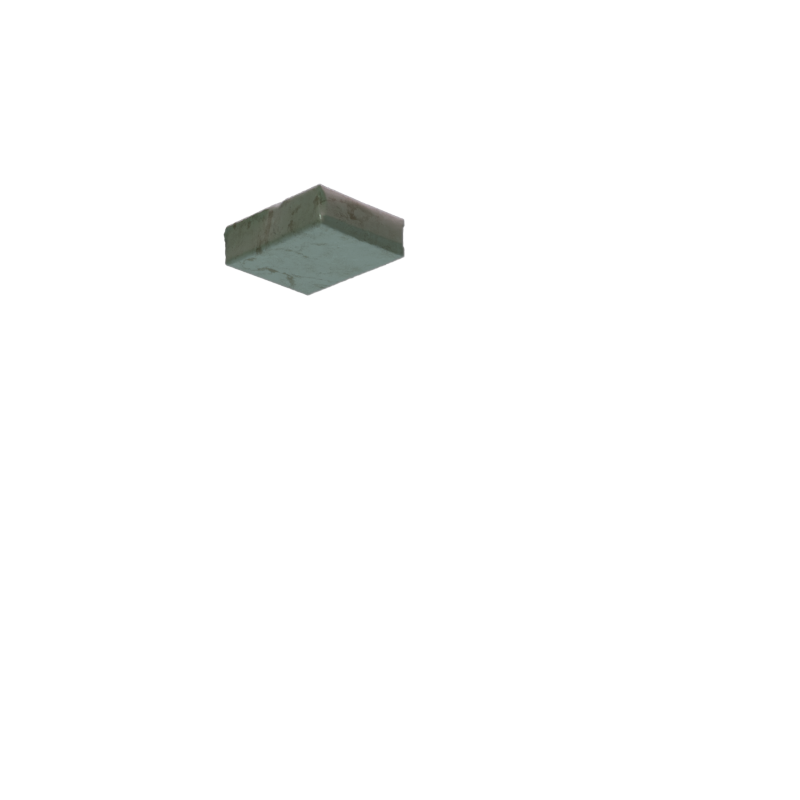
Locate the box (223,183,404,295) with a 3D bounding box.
[{"bbox_3d":[-0.054,-0.098,0.684,0.090,0.032,0.069,-16,-23,42],"label":"box"}]
